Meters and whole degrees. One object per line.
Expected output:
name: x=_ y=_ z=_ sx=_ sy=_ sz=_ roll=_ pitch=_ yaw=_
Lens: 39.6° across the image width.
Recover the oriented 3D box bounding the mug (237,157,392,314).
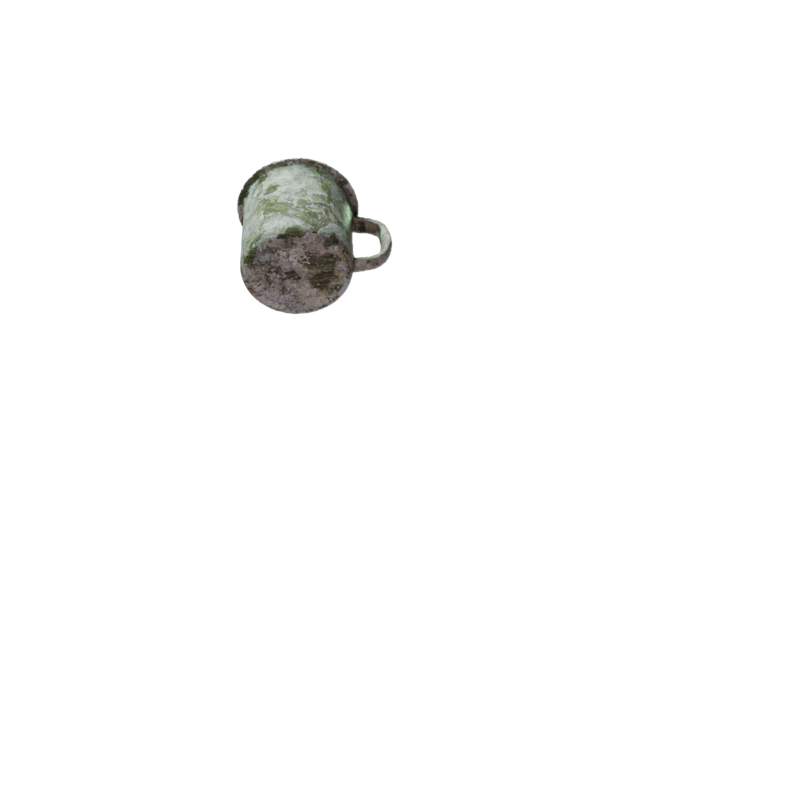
mug: x=-0.064 y=-0.117 z=0.820 sx=0.116 sy=0.088 sz=0.087 roll=6 pitch=41 yaw=-7
